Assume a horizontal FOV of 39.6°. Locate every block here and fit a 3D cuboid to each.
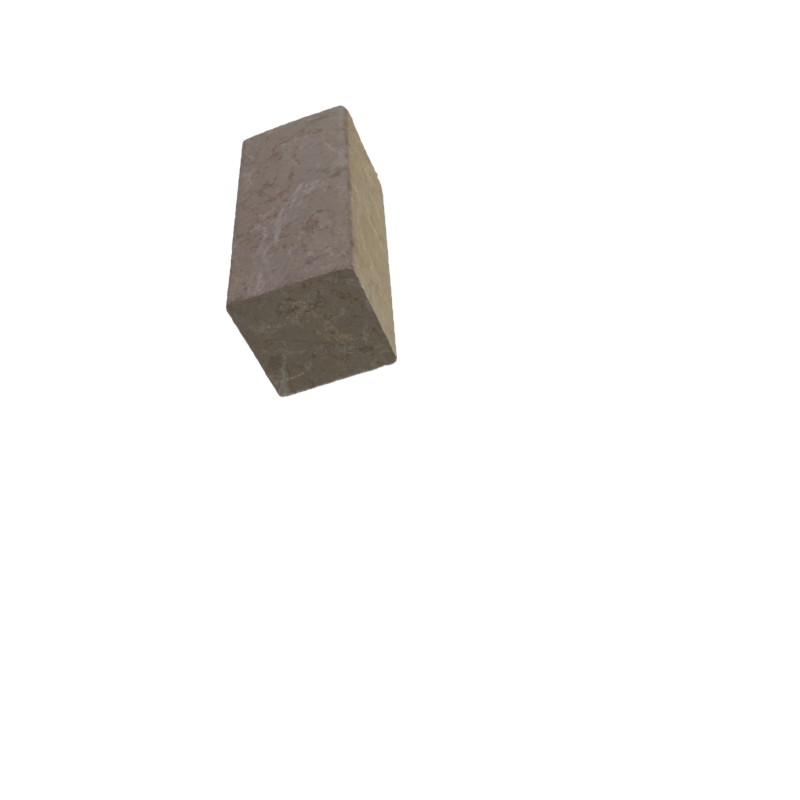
[{"bbox_3d":[-0.063,-0.116,0.809,0.091,0.084,0.221,-18,40,11],"label":"block"}]
